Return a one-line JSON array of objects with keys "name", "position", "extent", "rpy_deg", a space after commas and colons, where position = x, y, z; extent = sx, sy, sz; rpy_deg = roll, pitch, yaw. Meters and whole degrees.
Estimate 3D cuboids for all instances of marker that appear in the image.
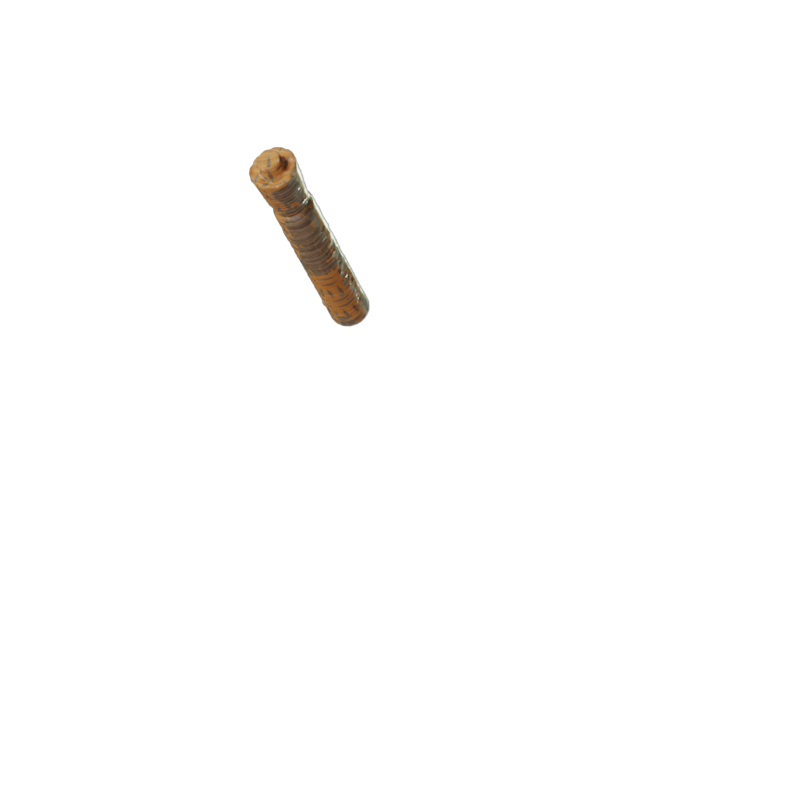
[{"name": "marker", "position": [-0.036, -0.065, 0.458], "extent": [0.020, 0.021, 0.112], "rpy_deg": [2, -25, 16]}]
